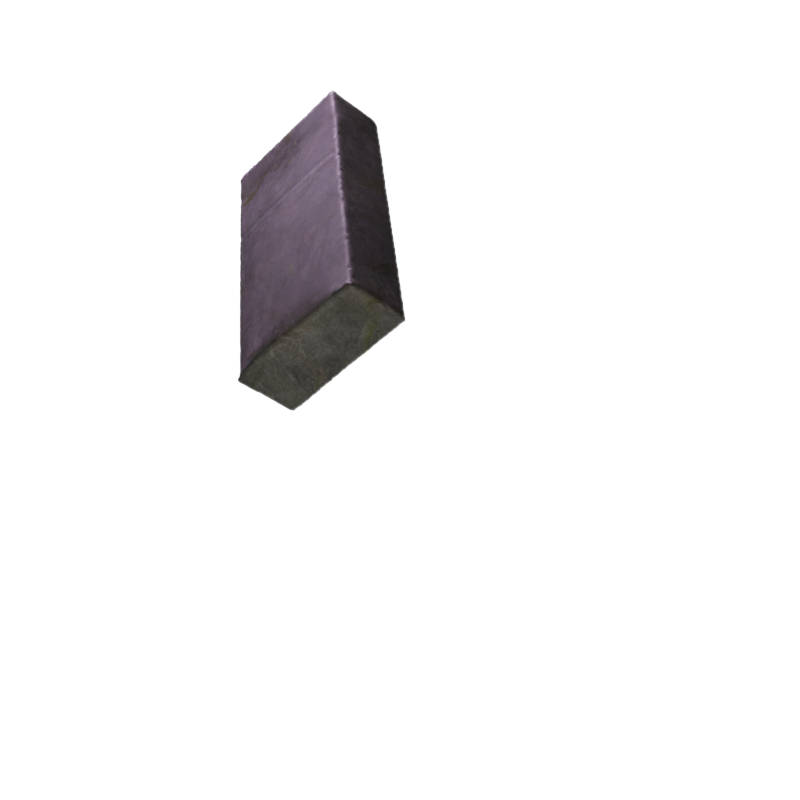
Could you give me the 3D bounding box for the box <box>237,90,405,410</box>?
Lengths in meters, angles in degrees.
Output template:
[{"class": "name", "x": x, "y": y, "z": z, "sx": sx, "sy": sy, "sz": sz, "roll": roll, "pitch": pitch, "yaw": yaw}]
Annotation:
[{"class": "box", "x": -0.049, "y": -0.091, "z": 0.636, "sx": 0.045, "sy": 0.189, "sz": 0.092, "roll": 33, "pitch": -56, "yaw": -31}]
